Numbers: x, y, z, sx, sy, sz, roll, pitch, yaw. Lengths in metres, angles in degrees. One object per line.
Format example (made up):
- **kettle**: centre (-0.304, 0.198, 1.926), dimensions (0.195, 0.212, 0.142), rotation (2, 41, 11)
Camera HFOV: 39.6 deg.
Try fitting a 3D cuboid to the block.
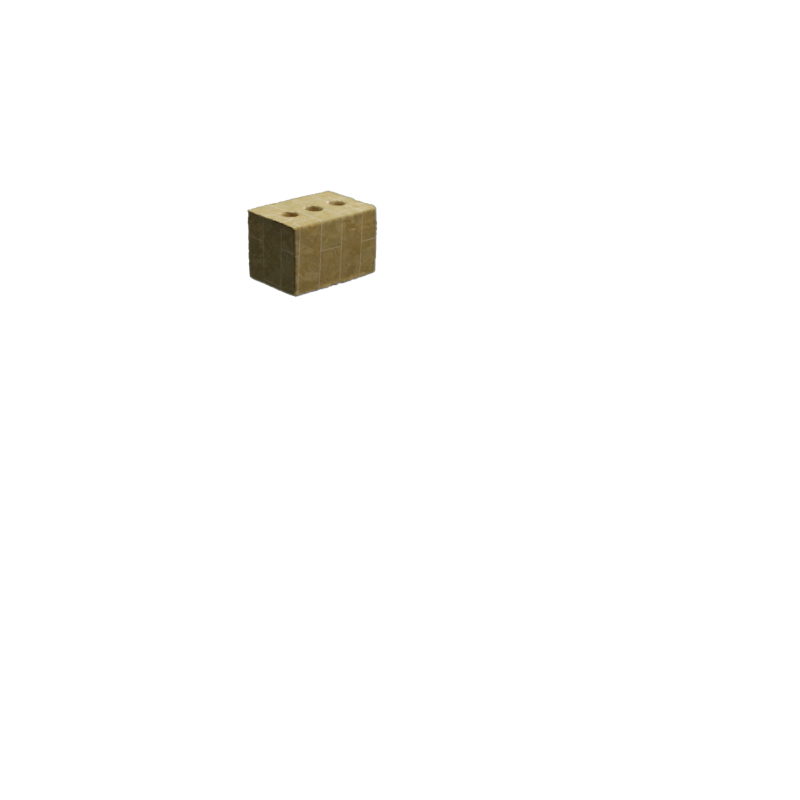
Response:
- **block**: centre (-0.061, -0.111, 0.778), dimensions (0.077, 0.049, 0.056), rotation (-20, 31, -39)
